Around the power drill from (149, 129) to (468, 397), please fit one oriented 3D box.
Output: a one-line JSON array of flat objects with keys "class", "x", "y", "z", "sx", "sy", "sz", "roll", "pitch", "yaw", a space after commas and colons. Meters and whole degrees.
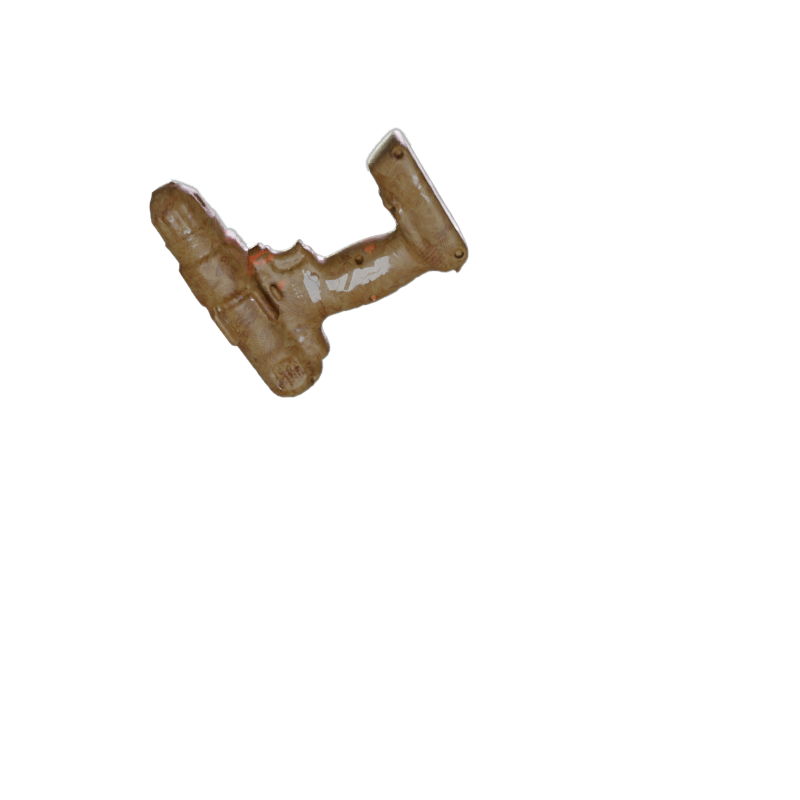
[{"class": "power drill", "x": -0.062, "y": -0.113, "z": 0.788, "sx": 0.187, "sy": 0.175, "sz": 0.060, "roll": -30, "pitch": 20, "yaw": 12}]
